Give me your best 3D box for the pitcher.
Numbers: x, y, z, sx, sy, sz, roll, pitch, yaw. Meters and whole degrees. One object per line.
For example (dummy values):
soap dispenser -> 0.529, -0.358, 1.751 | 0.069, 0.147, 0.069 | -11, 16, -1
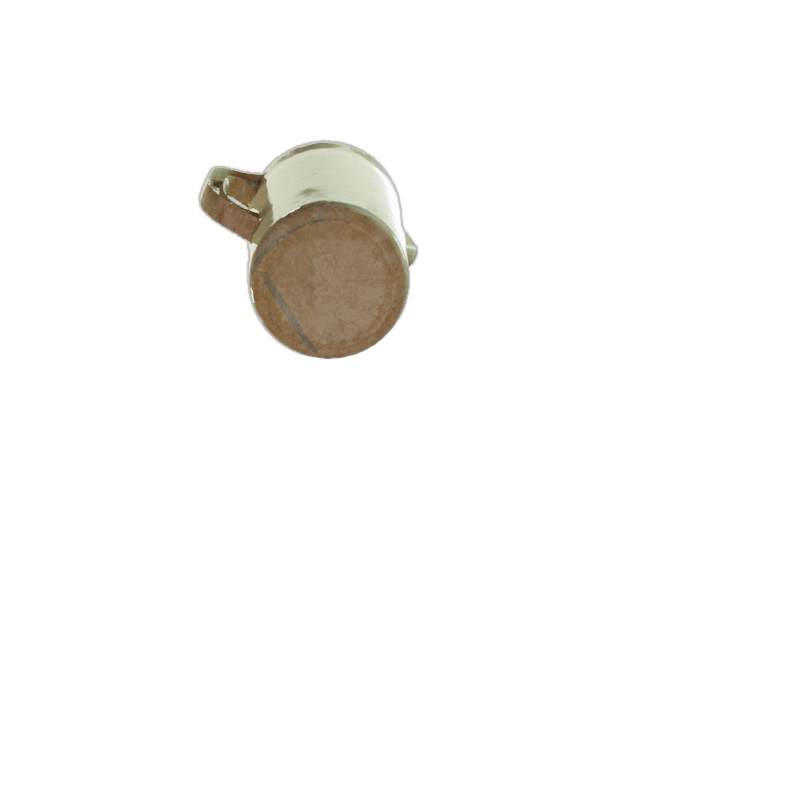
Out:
pitcher -> -0.066, -0.121, 0.847 | 0.149, 0.140, 0.252 | -20, 18, 3
